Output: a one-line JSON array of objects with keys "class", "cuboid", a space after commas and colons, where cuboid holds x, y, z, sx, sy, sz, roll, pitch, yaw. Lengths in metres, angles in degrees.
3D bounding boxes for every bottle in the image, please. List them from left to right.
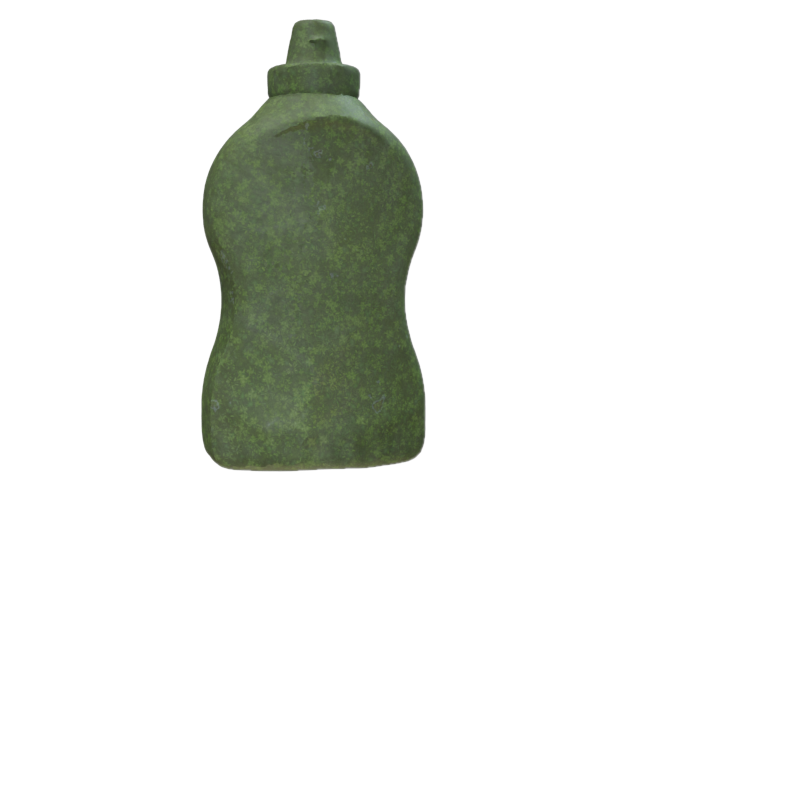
[{"class": "bottle", "cuboid": [-0.038, -0.069, 0.484, 0.094, 0.192, 0.059, 0, 0, -13]}]
